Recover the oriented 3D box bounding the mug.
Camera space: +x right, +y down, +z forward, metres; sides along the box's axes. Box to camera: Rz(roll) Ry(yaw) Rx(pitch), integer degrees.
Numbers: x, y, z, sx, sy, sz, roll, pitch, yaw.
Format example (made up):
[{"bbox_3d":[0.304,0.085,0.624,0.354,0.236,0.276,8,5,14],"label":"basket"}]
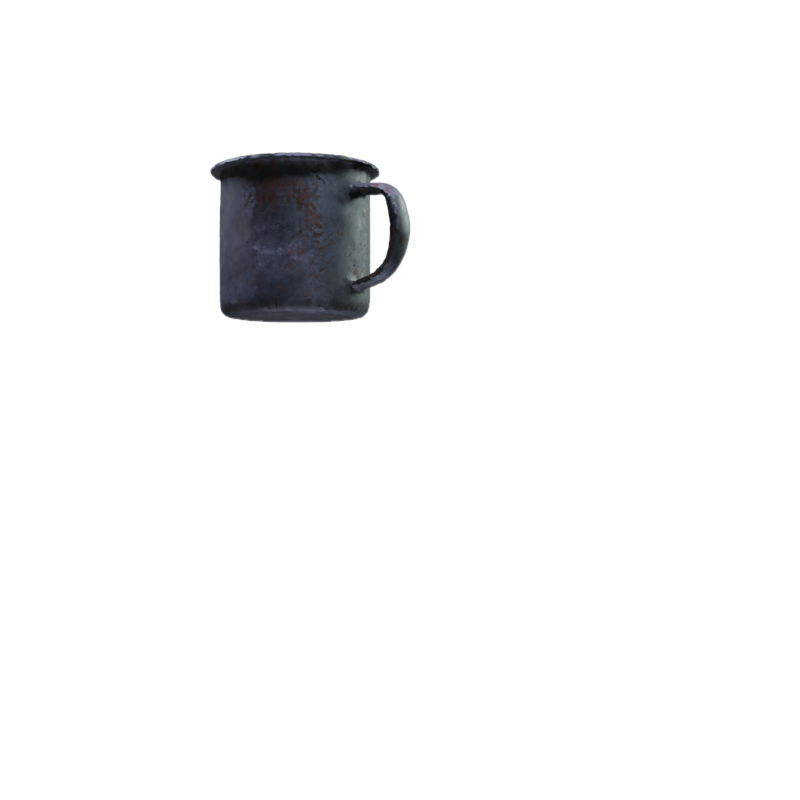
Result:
[{"bbox_3d":[-0.047,-0.085,0.598,0.121,0.083,0.089,-2,-4,31],"label":"mug"}]
